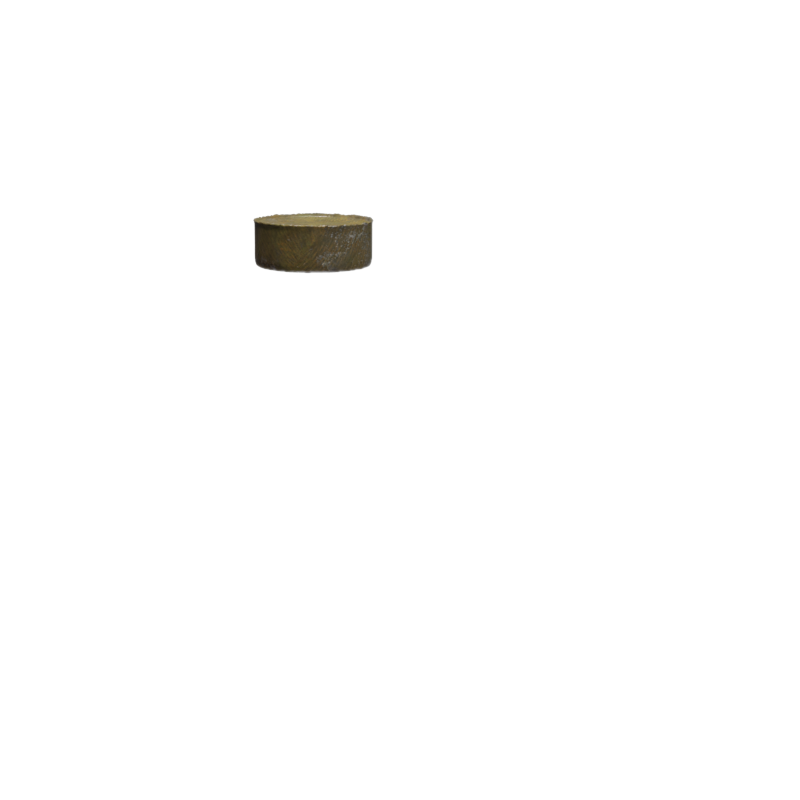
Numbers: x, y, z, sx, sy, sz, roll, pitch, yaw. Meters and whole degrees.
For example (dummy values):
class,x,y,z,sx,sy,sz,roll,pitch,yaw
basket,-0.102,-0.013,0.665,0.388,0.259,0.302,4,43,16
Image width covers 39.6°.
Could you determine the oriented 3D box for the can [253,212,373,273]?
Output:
class,x,y,z,sx,sy,sz,roll,pitch,yaw
can,-0.062,-0.113,0.795,0.086,0.033,0.088,0,14,-2
